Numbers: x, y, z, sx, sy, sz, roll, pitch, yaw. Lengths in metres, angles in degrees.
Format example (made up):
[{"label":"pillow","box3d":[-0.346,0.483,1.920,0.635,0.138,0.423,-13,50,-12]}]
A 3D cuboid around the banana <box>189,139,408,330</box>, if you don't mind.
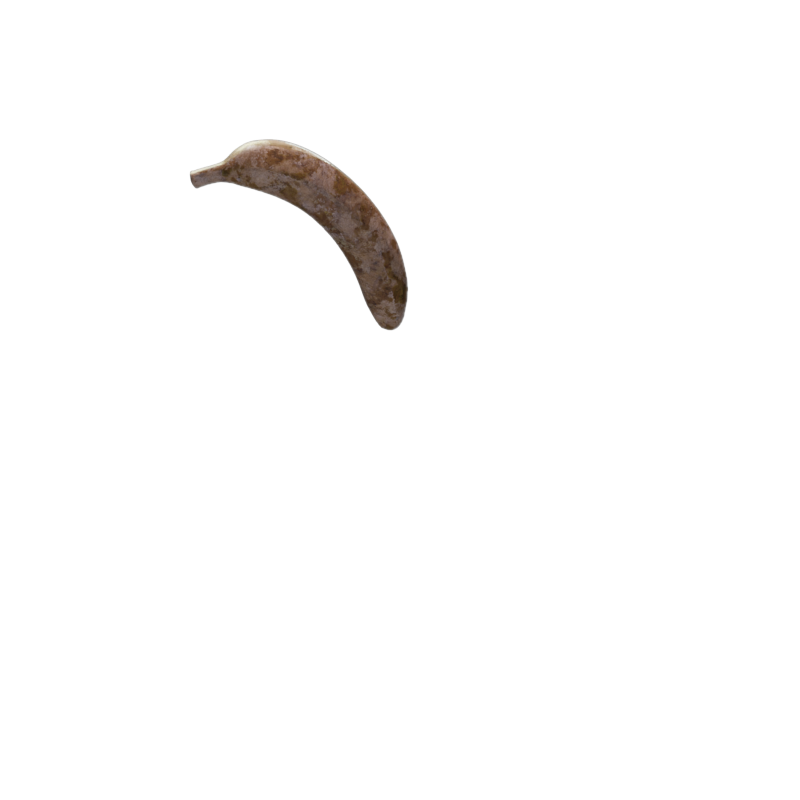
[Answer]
[{"label":"banana","box3d":[-0.049,-0.121,0.758,0.069,0.039,0.186,-37,-58,27]}]
